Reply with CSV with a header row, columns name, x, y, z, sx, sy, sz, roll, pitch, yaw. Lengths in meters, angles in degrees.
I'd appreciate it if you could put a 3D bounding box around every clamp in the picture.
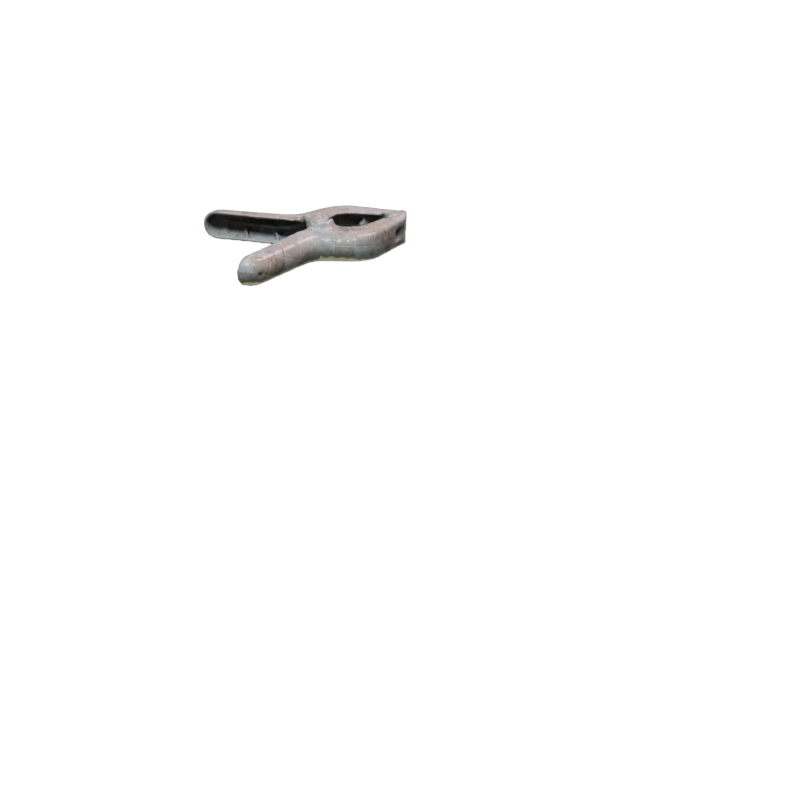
name,x,y,z,sx,sy,sz,roll,pitch,yaw
clamp,-0.072,-0.131,0.916,0.170,0.037,0.129,-7,36,-10
